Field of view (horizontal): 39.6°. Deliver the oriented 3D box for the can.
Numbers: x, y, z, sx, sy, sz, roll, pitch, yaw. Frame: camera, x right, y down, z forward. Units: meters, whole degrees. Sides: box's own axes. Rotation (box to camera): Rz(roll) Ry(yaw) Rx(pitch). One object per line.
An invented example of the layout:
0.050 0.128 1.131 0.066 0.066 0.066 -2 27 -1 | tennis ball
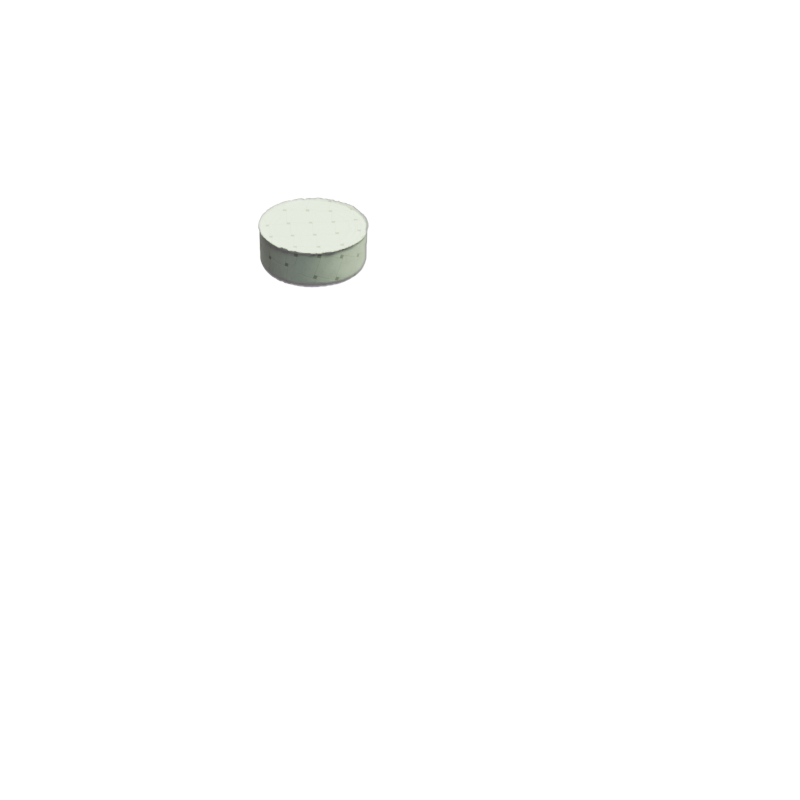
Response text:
-0.068 -0.124 0.871 0.086 0.031 0.092 -1 36 -2 | can
